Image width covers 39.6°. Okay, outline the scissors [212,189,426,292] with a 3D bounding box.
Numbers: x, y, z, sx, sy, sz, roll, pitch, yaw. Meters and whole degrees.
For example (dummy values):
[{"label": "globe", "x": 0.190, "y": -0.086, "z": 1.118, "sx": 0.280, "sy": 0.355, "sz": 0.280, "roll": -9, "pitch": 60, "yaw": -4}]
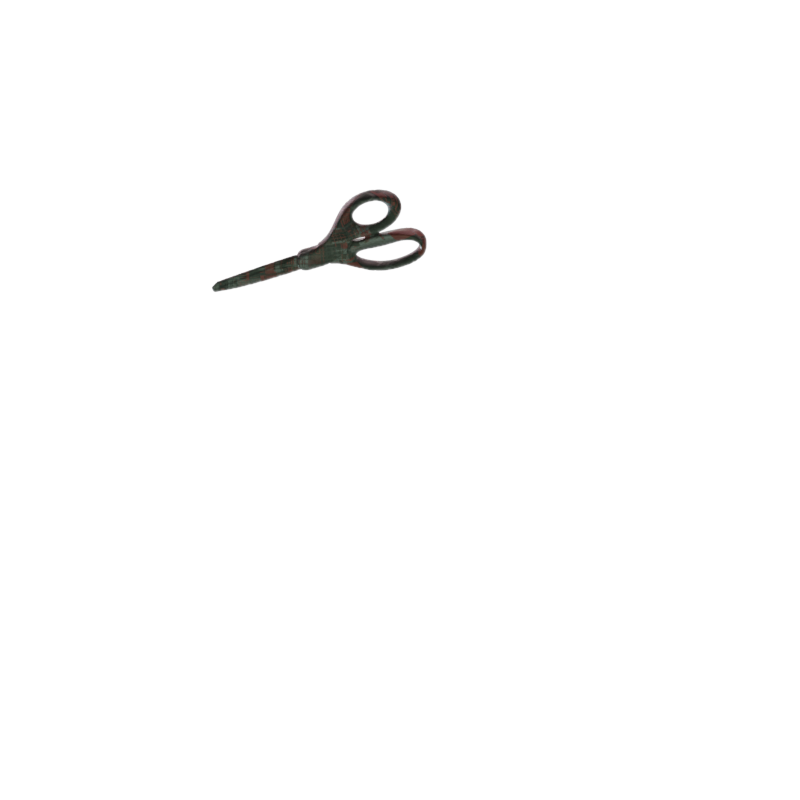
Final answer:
[{"label": "scissors", "x": -0.078, "y": -0.142, "z": 0.997, "sx": 0.203, "sy": 0.089, "sz": 0.017, "roll": -5, "pitch": 43, "yaw": 4}]
